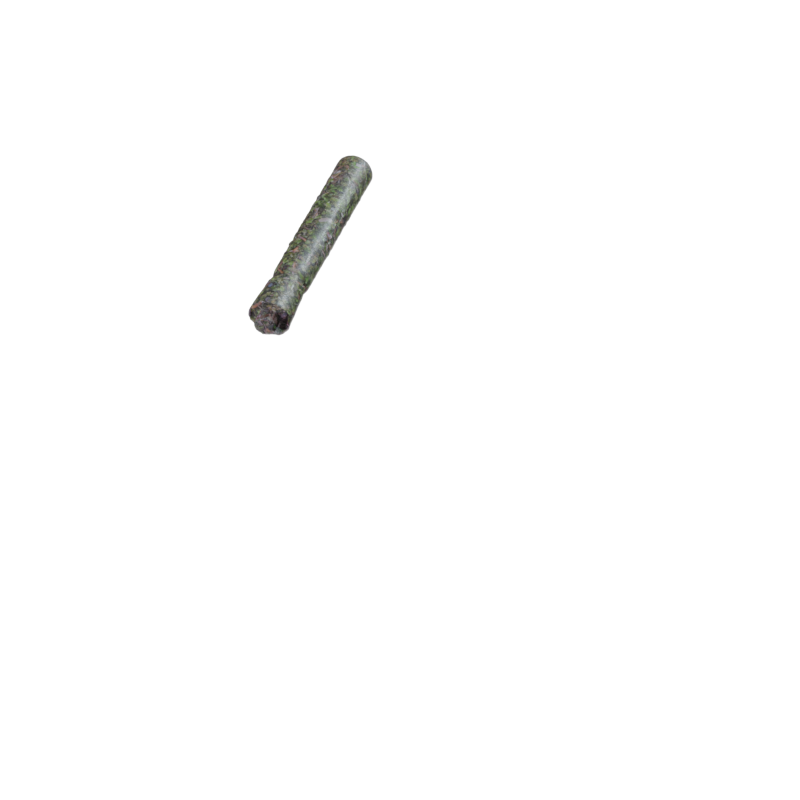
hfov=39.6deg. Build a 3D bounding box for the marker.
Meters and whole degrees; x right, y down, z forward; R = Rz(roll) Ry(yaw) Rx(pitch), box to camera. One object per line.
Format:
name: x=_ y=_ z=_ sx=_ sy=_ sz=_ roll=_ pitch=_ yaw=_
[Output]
marker: x=-0.039 y=-0.072 z=0.504 sx=0.020 sy=0.018 sz=0.127 roll=0 pitch=41 yaw=21
